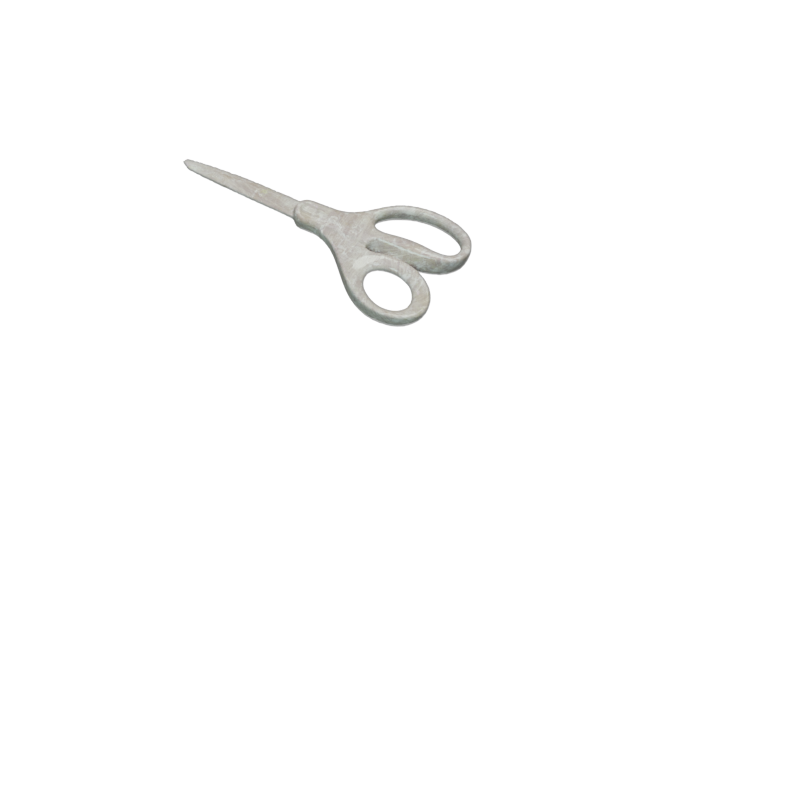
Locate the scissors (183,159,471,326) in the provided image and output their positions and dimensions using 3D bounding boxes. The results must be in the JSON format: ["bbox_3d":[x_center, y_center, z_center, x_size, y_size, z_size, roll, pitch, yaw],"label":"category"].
[{"bbox_3d":[-0.056,-0.103,0.720,0.204,0.101,0.015,11,-31,7],"label":"scissors"}]
